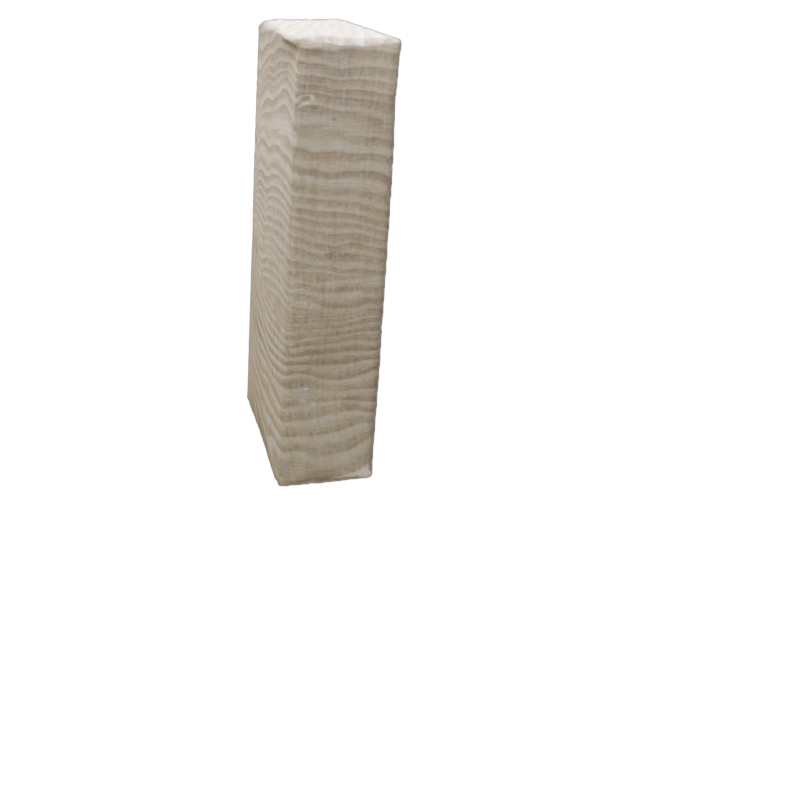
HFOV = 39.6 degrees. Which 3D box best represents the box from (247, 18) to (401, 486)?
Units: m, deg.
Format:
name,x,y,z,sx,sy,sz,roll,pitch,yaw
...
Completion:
name,x,y,z,sx,sy,sz,roll,pitch,yaw
box,-0.036,-0.065,0.457,0.047,0.170,0.098,-3,18,-15
